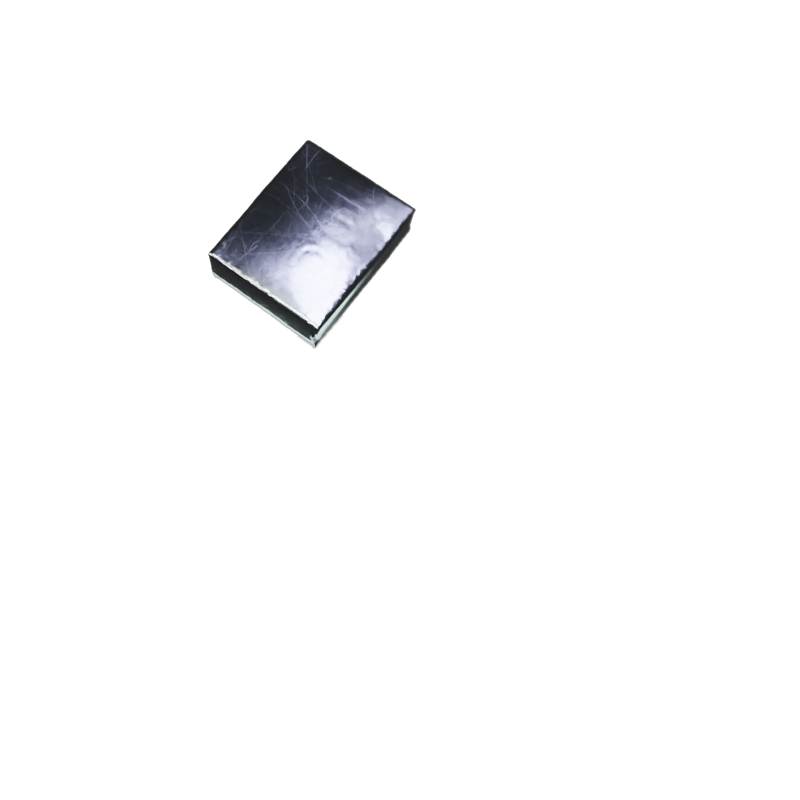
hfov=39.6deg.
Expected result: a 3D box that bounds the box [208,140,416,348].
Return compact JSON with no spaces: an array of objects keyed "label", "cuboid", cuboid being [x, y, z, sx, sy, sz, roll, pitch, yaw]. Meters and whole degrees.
[{"label":"box","cuboid":[-0.058,-0.105,0.736,0.093,0.116,0.037,33,-20,12]}]
